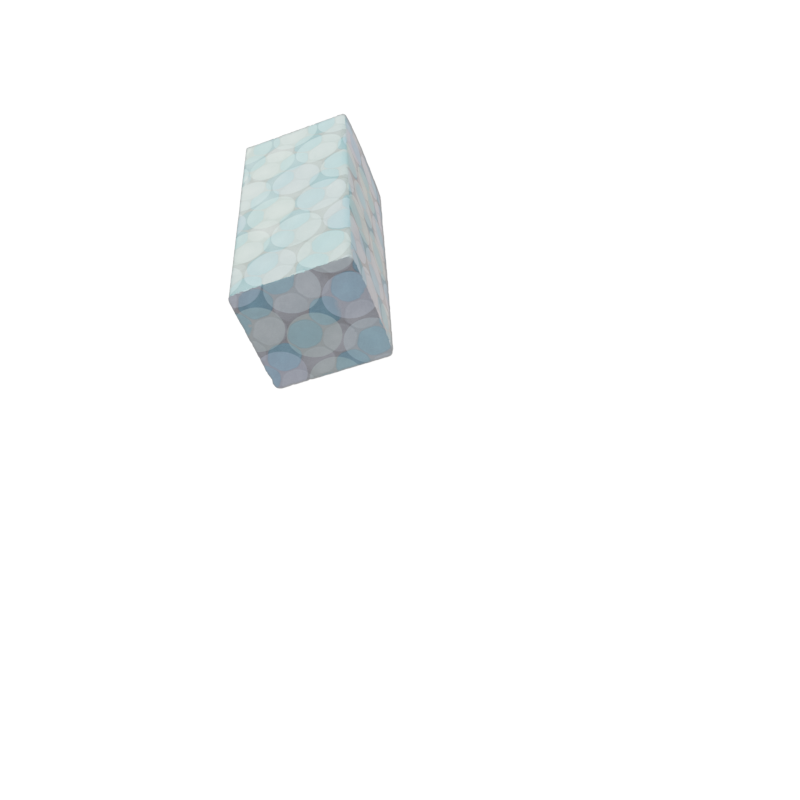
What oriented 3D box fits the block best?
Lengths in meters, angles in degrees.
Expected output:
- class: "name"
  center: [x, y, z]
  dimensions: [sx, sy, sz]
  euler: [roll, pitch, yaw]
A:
- class: "block"
  center: [-0.065, -0.118, 0.830]
  dimensions: [0.091, 0.084, 0.221]
  euler: [-18, 37, 10]
